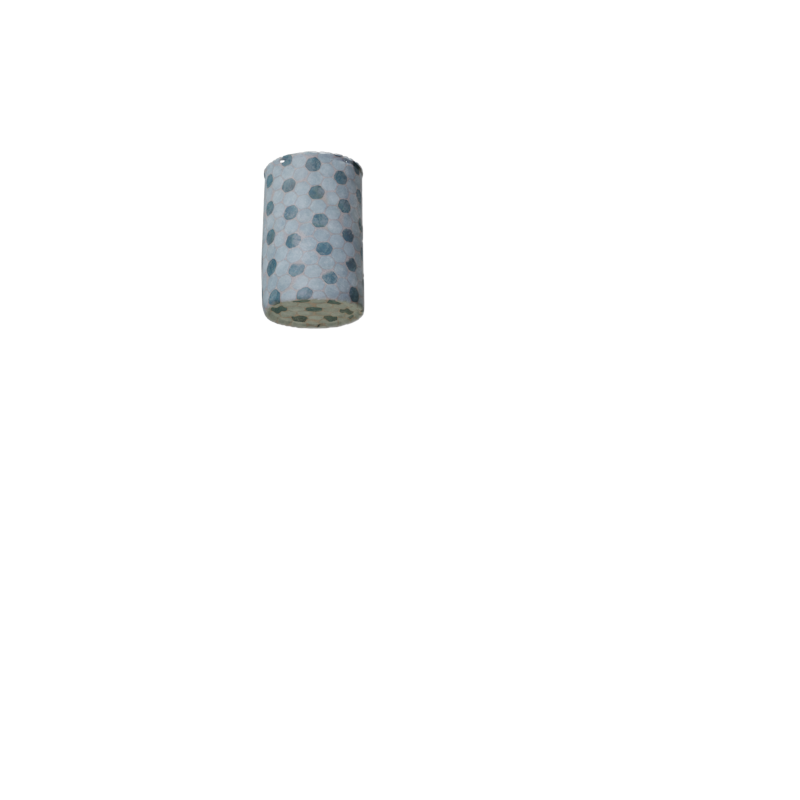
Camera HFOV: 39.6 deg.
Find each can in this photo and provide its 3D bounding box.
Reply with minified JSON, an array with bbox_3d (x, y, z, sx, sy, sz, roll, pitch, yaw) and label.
[{"bbox_3d":[-0.058,-0.106,0.739,0.068,0.107,0.066,0,-19,-2],"label":"can"}]
